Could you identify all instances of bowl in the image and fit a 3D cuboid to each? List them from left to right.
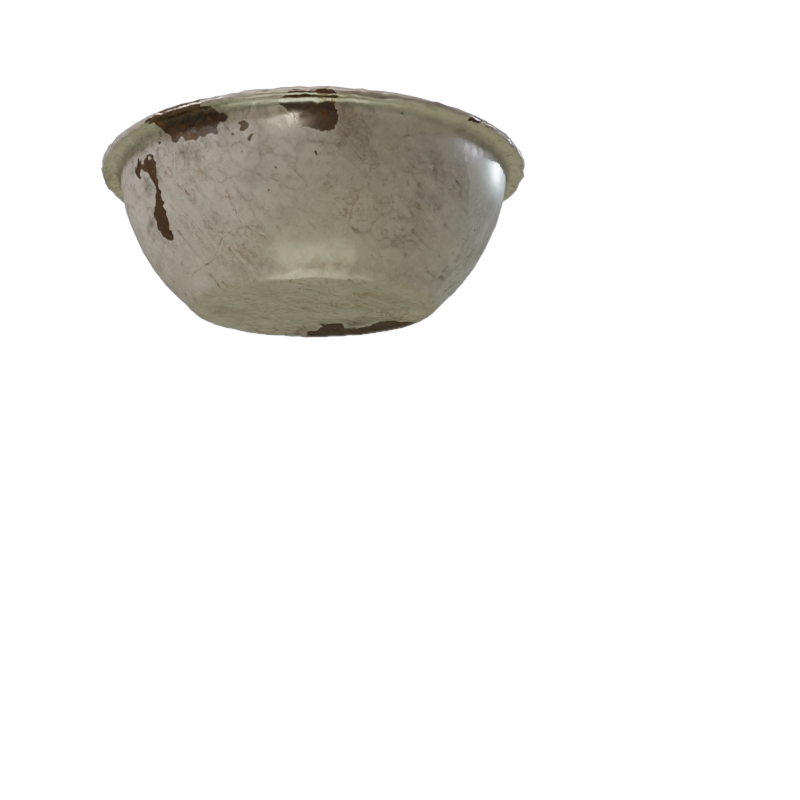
[{"bbox_3d":[-0.033,-0.060,0.422,0.162,0.057,0.157,0,-11,-2],"label":"bowl"}]
